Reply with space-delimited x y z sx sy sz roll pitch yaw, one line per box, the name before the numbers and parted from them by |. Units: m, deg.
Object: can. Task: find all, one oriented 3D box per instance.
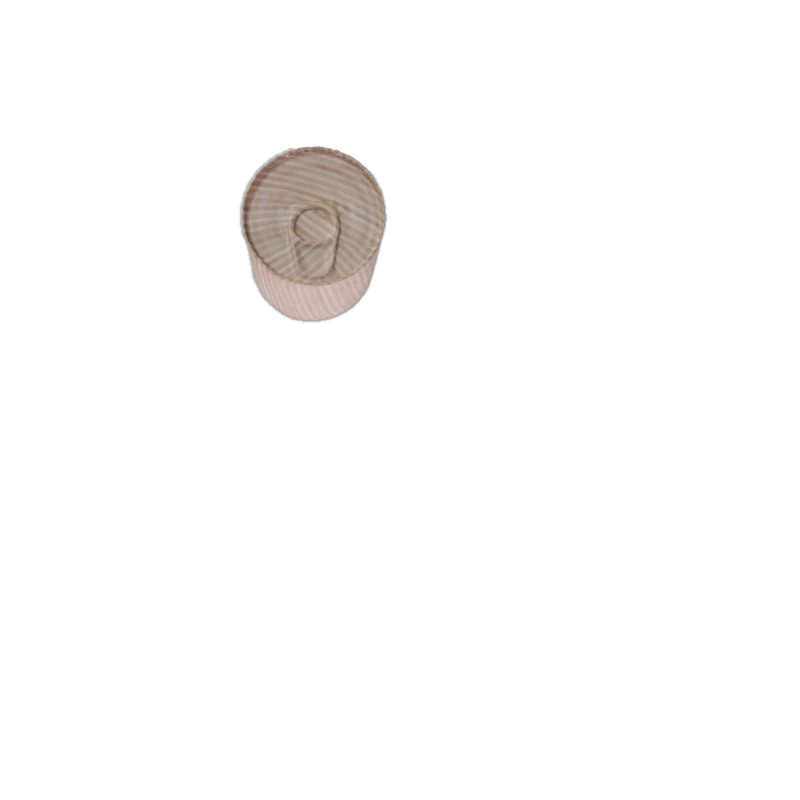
can | -0.044 -0.081 0.566 0.068 0.071 0.100 0 -9 -3
